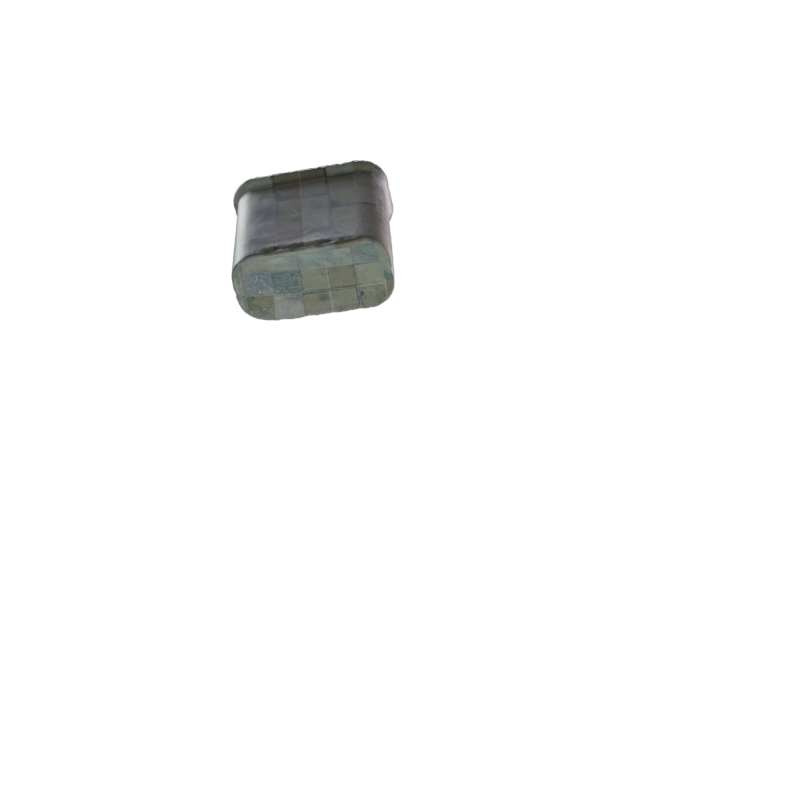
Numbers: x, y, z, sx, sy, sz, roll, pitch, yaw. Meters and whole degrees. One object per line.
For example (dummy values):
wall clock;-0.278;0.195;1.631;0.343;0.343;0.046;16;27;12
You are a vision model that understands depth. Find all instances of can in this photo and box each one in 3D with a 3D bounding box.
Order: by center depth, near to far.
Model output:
can;-0.054;-0.099;0.691;0.102;0.053;0.090;-9;40;5
